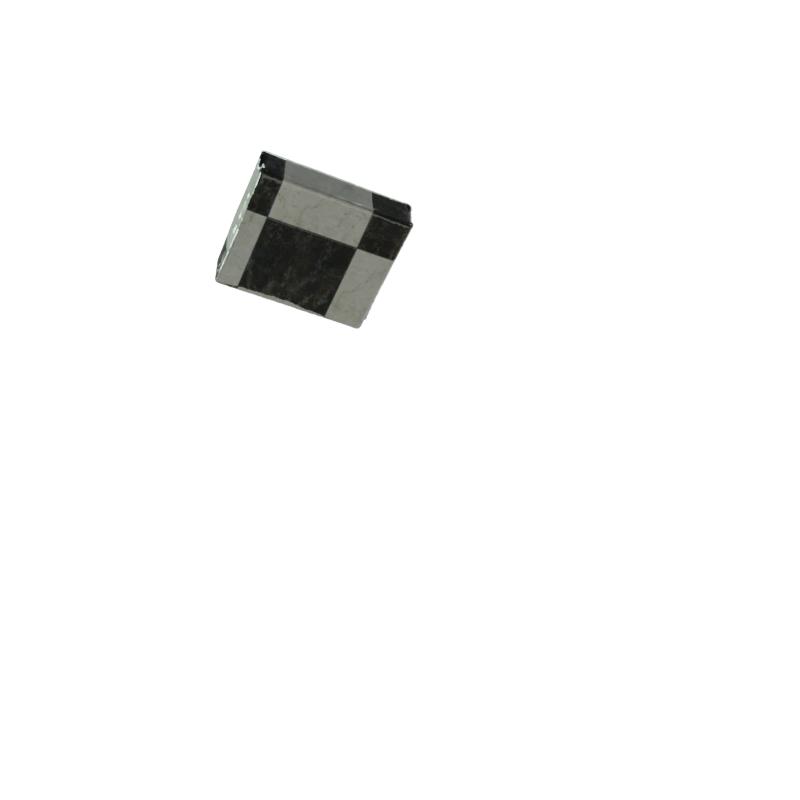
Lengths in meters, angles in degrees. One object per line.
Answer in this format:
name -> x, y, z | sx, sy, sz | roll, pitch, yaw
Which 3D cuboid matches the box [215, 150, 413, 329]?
box -> -0.047, -0.086, 0.606 | 0.087, 0.070, 0.032 | 19, 31, -12
